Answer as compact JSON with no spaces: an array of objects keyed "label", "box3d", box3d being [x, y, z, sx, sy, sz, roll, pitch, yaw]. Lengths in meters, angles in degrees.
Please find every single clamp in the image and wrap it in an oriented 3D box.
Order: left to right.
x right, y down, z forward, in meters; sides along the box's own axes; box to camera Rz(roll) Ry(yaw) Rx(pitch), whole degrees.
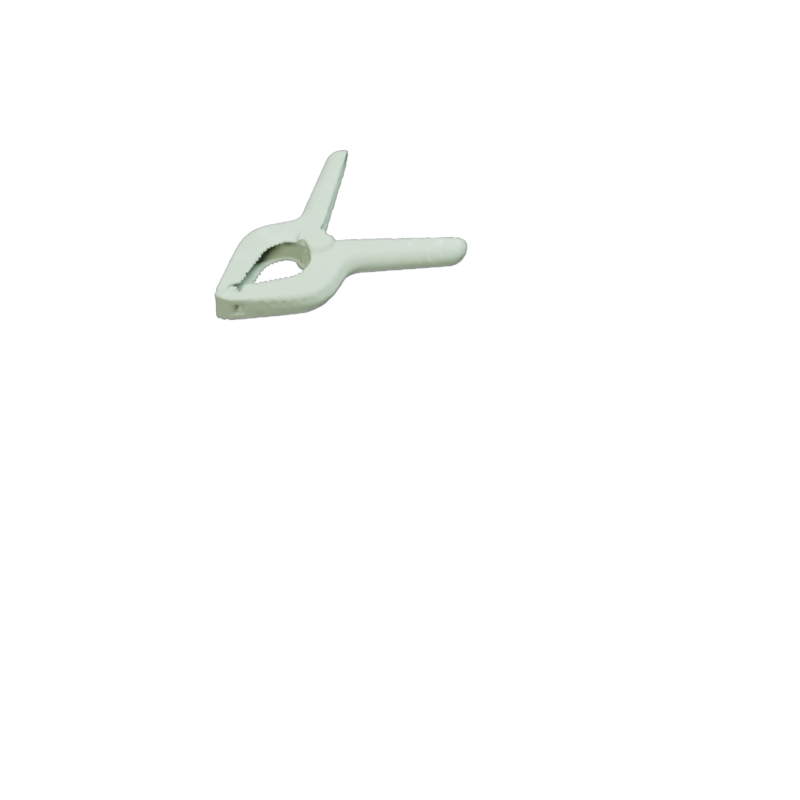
[{"label":"clamp","box3d":[-0.073,-0.133,0.932,0.209,0.034,0.177,-27,53,-23]}]
